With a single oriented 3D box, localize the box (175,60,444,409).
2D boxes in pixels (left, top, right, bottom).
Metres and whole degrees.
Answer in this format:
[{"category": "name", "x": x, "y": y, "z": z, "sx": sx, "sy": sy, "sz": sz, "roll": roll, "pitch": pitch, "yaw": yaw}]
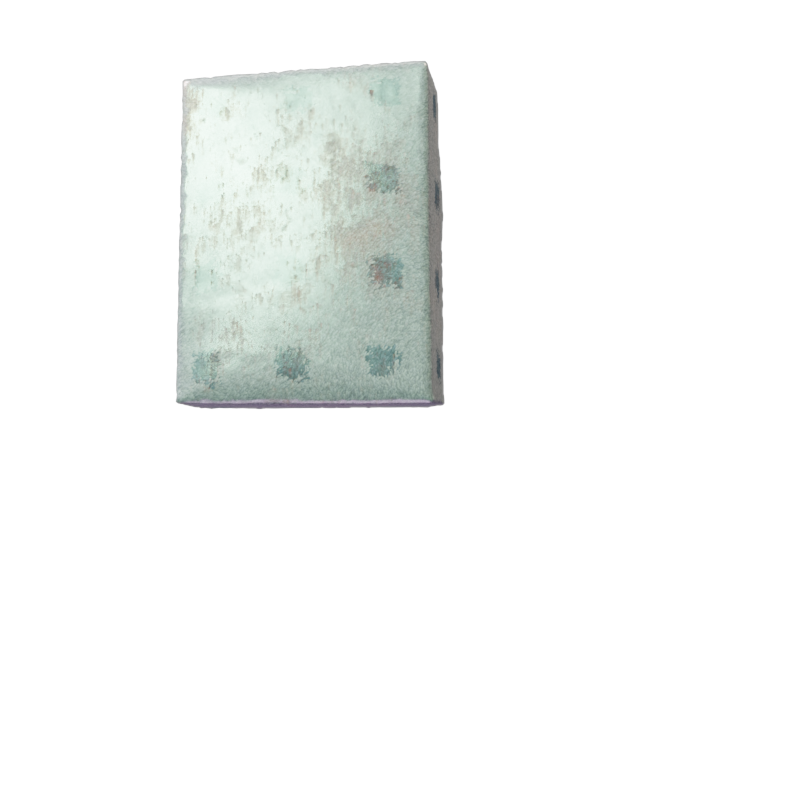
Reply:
[{"category": "box", "x": -0.056, "y": -0.103, "z": 0.721, "sx": 0.166, "sy": 0.219, "sz": 0.069, "roll": -2, "pitch": -10, "yaw": 12}]
